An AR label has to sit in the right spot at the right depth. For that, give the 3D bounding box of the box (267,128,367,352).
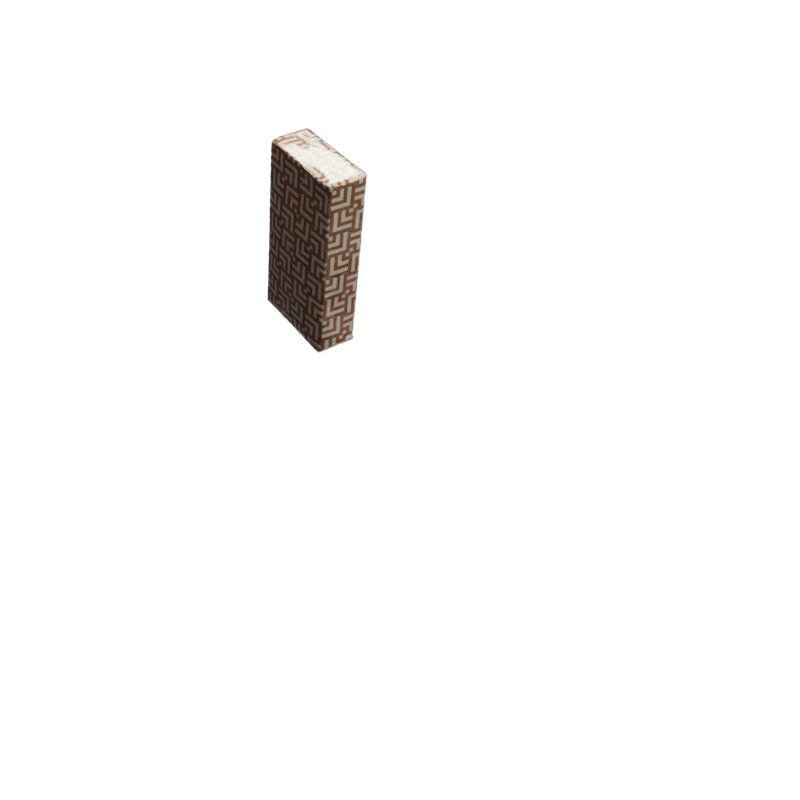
[{"bbox_3d":[-0.076,-0.139,0.971,0.048,0.165,0.101,-22,45,-28],"label":"box"}]
